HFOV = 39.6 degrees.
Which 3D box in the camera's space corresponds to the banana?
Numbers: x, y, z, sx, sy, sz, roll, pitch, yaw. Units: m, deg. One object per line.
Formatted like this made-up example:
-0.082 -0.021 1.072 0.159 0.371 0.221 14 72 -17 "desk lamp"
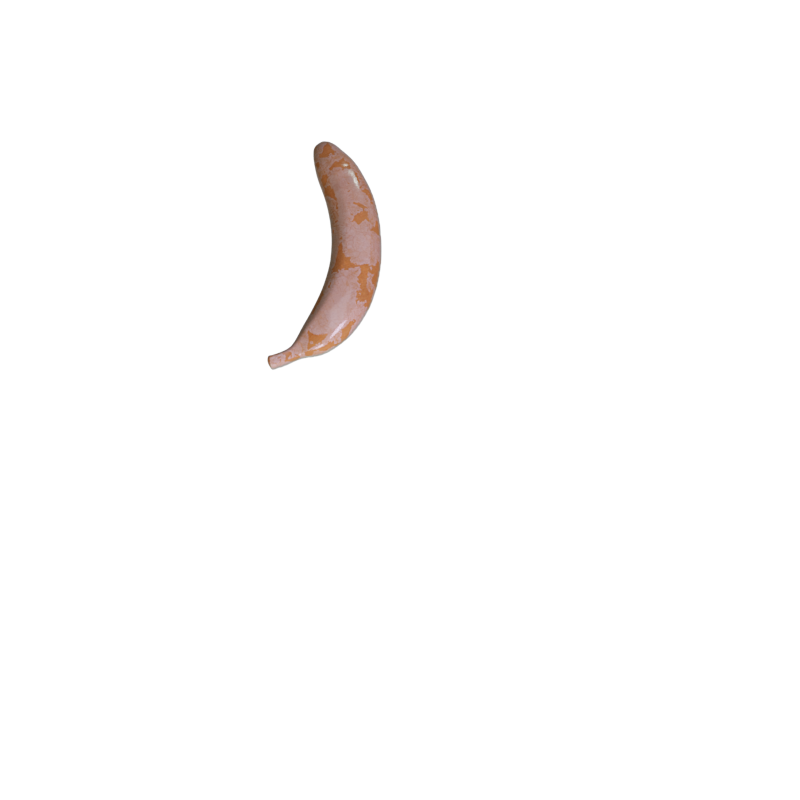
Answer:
-0.048 -0.112 0.829 0.070 0.209 0.035 8 -29 3 "banana"
